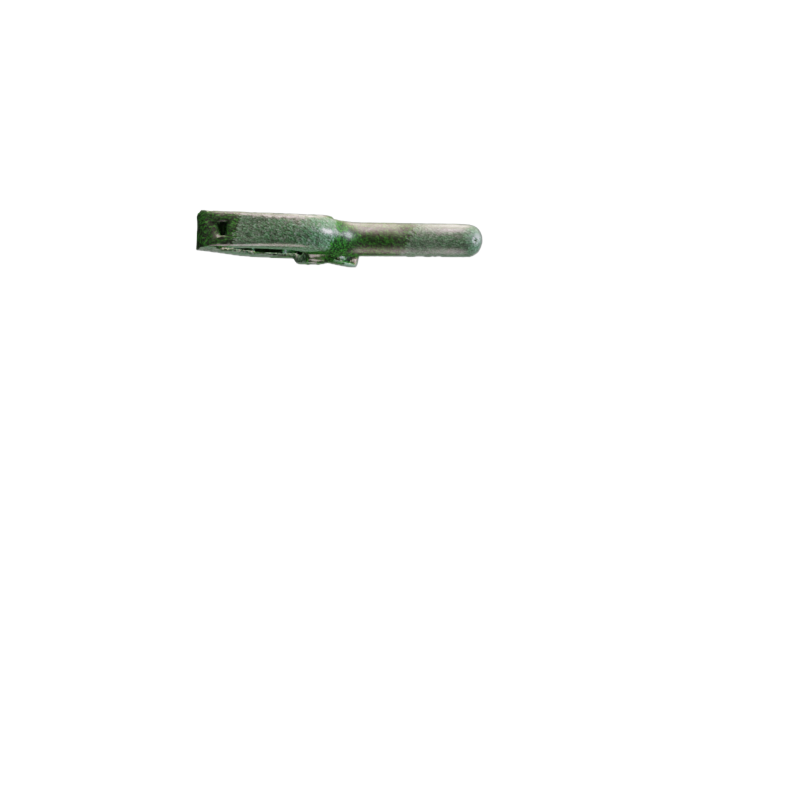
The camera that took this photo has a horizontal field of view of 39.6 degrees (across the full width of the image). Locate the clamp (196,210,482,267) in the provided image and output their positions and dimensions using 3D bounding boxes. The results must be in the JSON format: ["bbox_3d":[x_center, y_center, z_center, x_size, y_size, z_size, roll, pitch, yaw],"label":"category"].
[{"bbox_3d":[-0.067,-0.122,0.855,0.203,0.037,0.169,-1,1,-30],"label":"clamp"}]
